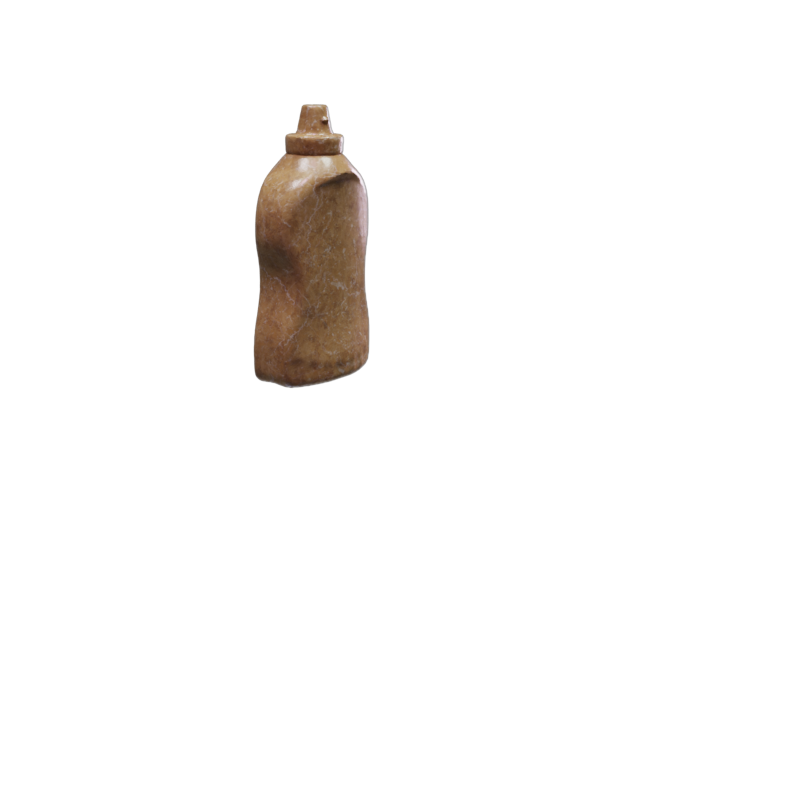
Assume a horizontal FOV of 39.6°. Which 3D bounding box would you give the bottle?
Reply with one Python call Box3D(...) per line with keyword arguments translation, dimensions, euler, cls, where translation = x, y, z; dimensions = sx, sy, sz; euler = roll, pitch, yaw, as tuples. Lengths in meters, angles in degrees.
Box3D(translation=(-0.061, -0.111, 0.780), dimensions=(0.061, 0.187, 0.094), euler=(9, 14, 39), cls="bottle")
